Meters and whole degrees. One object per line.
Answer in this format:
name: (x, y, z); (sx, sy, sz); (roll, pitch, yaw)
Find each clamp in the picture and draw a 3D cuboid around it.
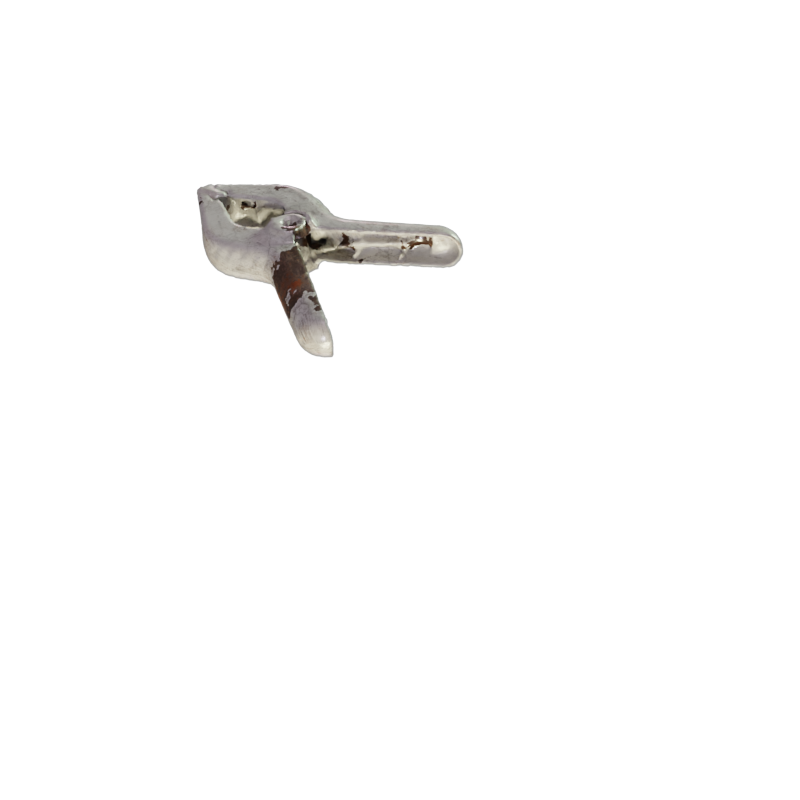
clamp: (-0.051, -0.094, 0.656); (0.119, 0.037, 0.184); (-25, 44, -29)
